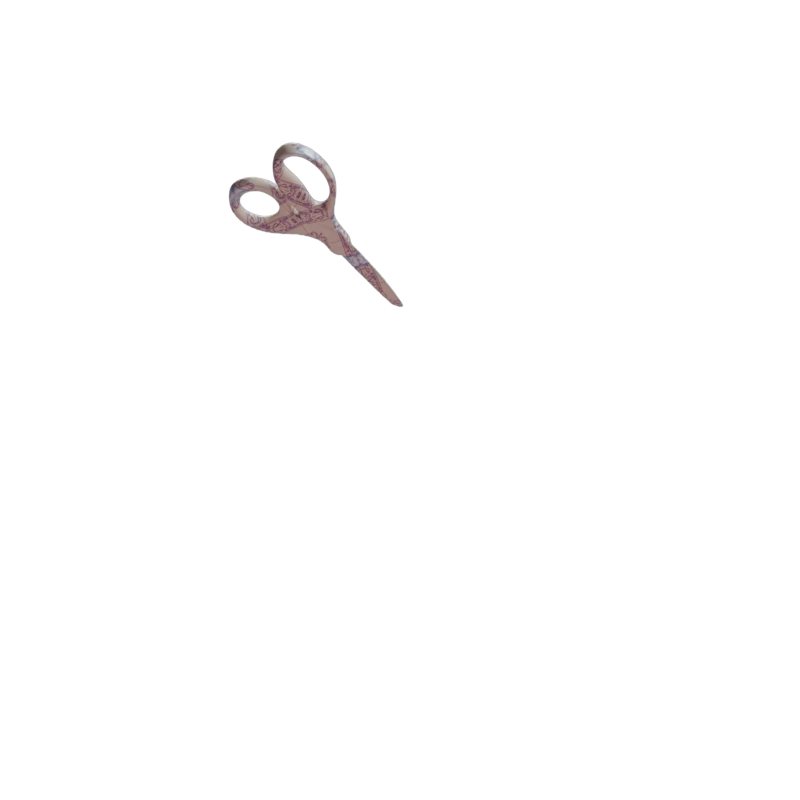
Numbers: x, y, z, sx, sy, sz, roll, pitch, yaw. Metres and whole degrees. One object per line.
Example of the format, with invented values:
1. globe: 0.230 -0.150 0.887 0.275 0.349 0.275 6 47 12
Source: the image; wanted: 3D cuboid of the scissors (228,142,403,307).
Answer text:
1. scissors: -0.072 -0.131 0.918 0.097 0.017 0.186 -12 -44 13
